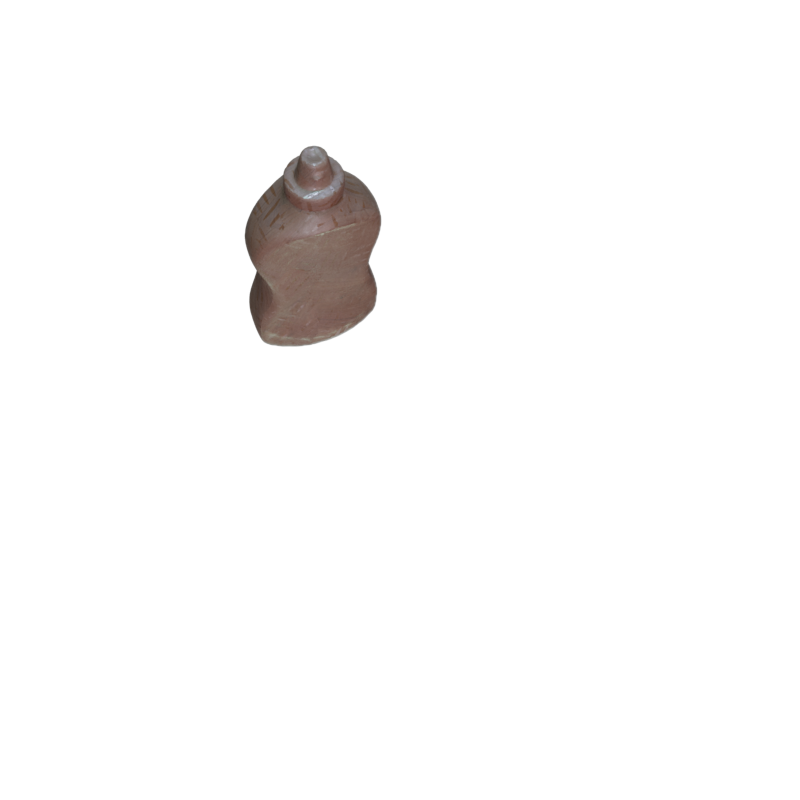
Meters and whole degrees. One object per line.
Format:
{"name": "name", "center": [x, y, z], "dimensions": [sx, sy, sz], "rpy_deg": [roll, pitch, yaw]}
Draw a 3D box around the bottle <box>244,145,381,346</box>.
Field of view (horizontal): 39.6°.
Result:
{"name": "bottle", "center": [-0.061, -0.112, 0.786], "dimensions": [0.095, 0.063, 0.180], "rpy_deg": [-16, -28, -13]}
